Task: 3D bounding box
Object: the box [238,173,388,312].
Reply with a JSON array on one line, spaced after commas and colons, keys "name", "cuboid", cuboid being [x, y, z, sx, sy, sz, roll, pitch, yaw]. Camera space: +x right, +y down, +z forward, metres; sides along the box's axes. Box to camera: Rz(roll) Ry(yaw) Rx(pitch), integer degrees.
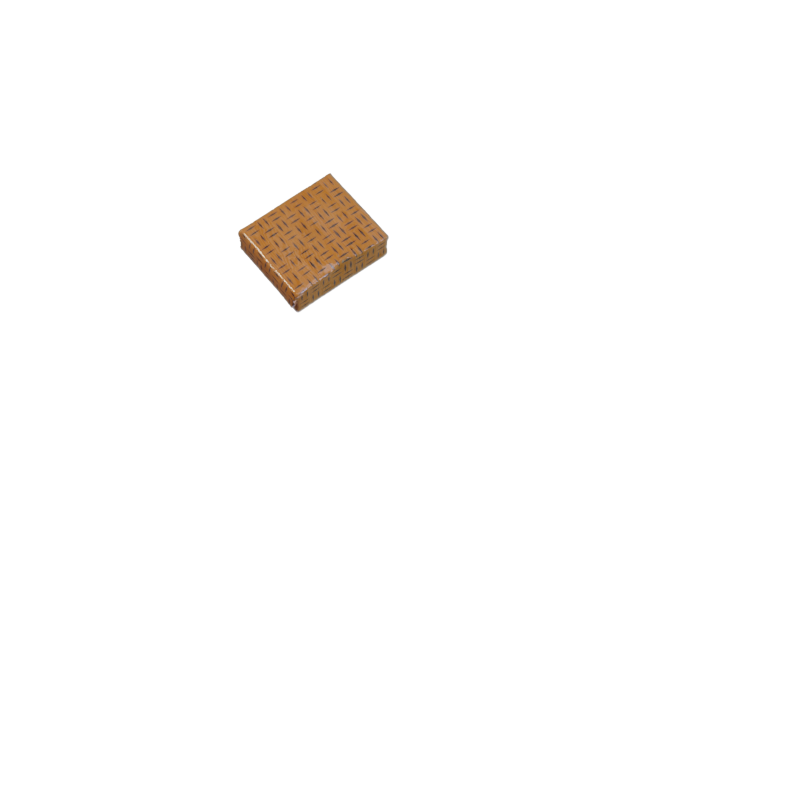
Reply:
[{"name": "box", "cuboid": [-0.065, -0.119, 0.833, 0.090, 0.077, 0.028, -34, -24, -18]}]
